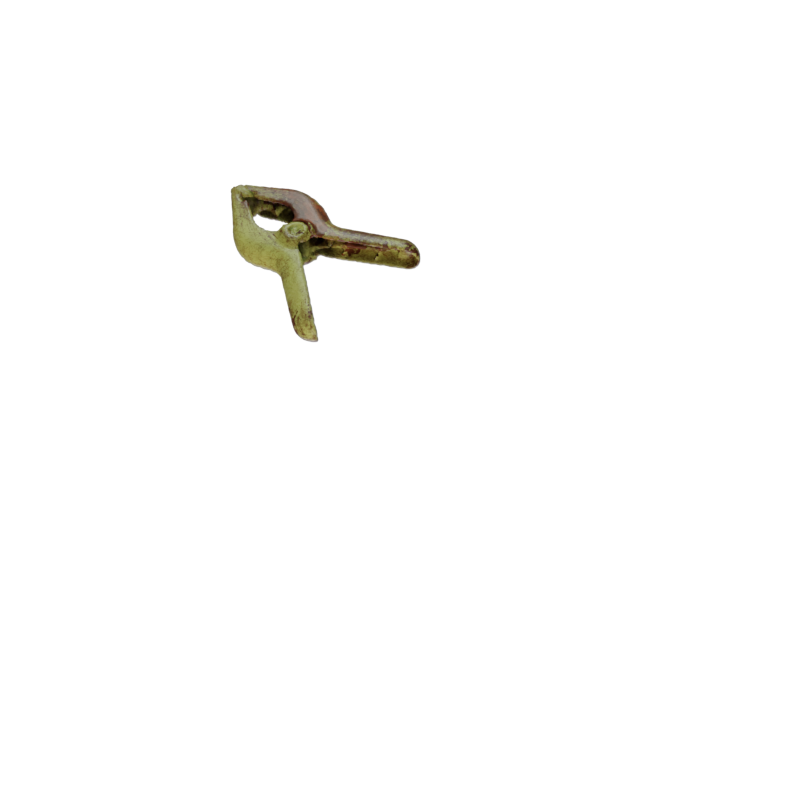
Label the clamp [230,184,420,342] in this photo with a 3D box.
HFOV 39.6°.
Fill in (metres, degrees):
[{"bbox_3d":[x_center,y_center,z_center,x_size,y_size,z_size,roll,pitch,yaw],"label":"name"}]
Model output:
[{"bbox_3d":[-0.070,-0.128,0.894,0.120,0.036,0.185,-26,54,-21],"label":"clamp"}]
